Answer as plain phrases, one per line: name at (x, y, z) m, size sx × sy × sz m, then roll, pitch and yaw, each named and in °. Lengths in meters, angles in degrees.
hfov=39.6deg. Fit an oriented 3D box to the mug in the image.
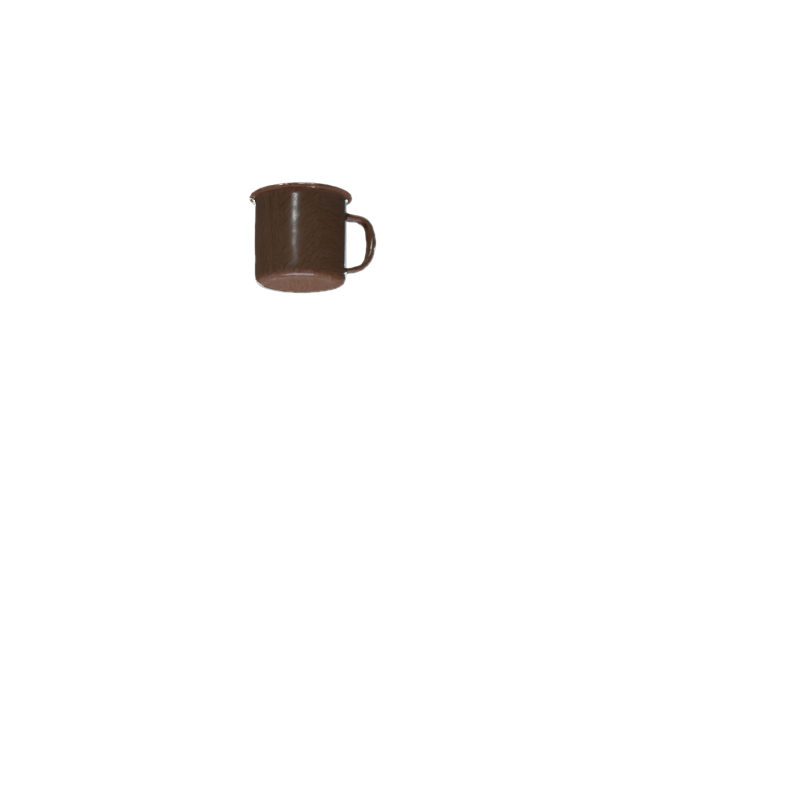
mug at (-0.078, -0.142, 0.995) m, size 0.114 × 0.084 × 0.093 m, roll 3°, pitch -11°, yaw -21°
